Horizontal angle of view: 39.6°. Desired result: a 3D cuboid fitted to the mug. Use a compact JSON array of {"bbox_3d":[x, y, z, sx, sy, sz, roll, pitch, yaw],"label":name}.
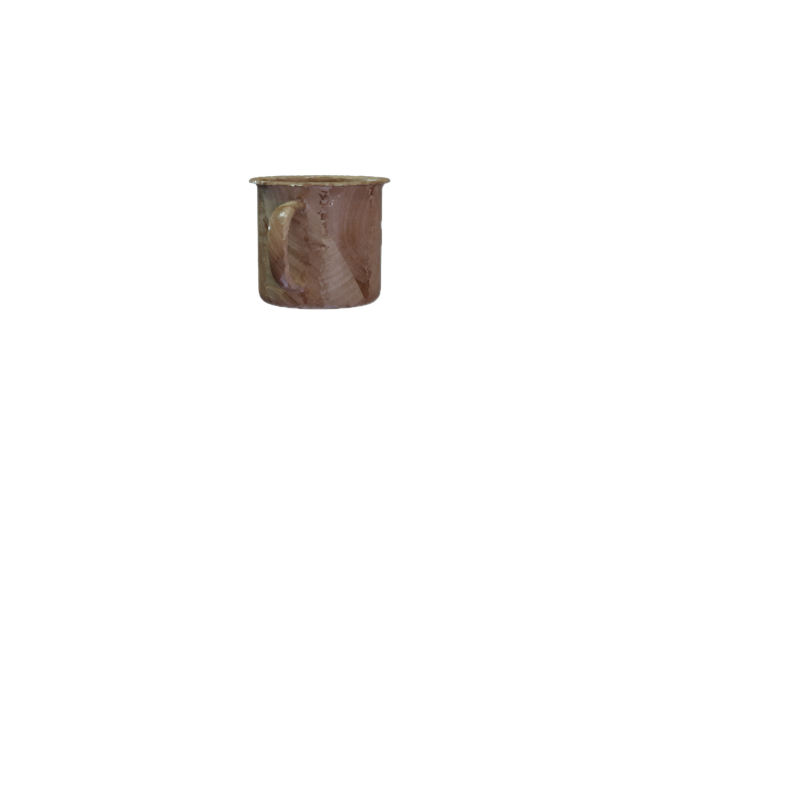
[{"bbox_3d":[-0.056,-0.103,0.720,0.095,0.080,0.117,4,12,17],"label":"mug"}]
